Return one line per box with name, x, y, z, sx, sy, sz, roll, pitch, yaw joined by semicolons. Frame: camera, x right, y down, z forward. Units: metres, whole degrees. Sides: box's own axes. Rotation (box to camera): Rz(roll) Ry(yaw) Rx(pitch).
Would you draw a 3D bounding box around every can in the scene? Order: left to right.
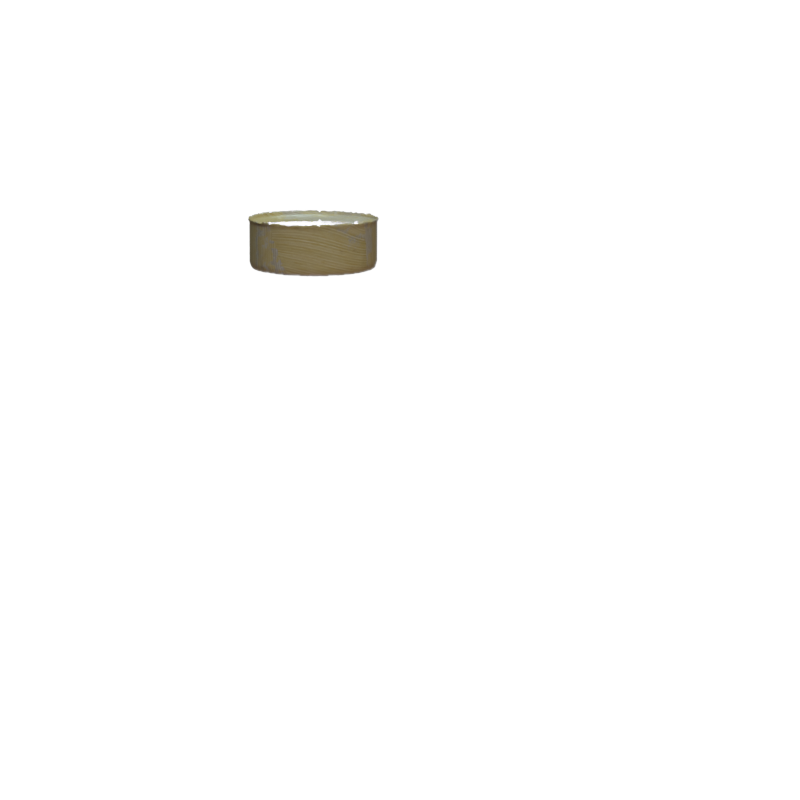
can;-0.057;-0.105;0.733;0.086;0.033;0.088;0;15;-2
